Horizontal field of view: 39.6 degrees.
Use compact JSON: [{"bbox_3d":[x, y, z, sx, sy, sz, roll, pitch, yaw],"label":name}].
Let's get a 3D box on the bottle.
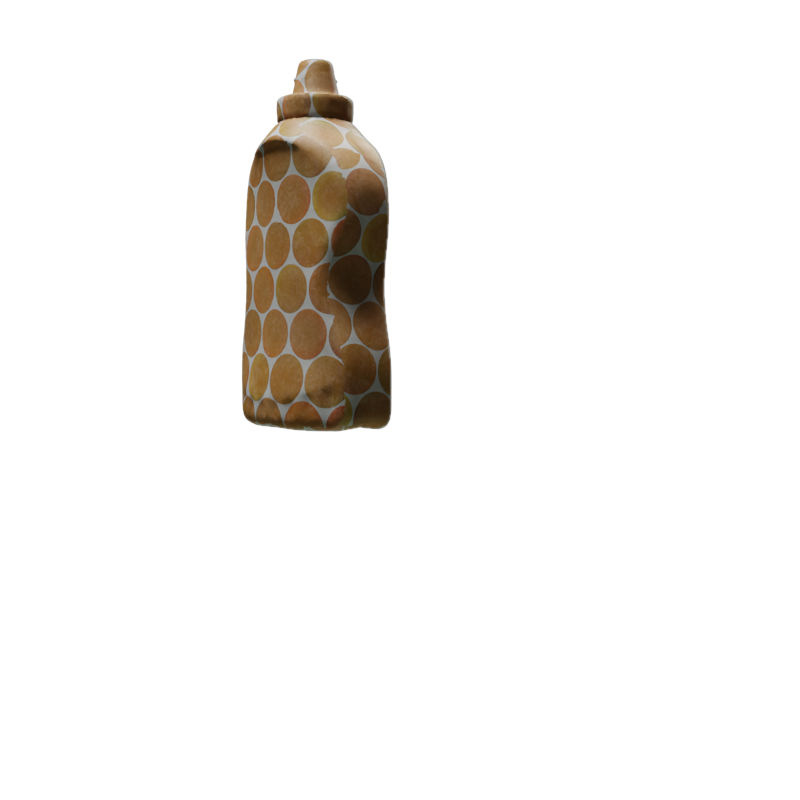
[{"bbox_3d":[-0.045,-0.083,0.581,0.056,0.194,0.099,3,-4,-36],"label":"bottle"}]
